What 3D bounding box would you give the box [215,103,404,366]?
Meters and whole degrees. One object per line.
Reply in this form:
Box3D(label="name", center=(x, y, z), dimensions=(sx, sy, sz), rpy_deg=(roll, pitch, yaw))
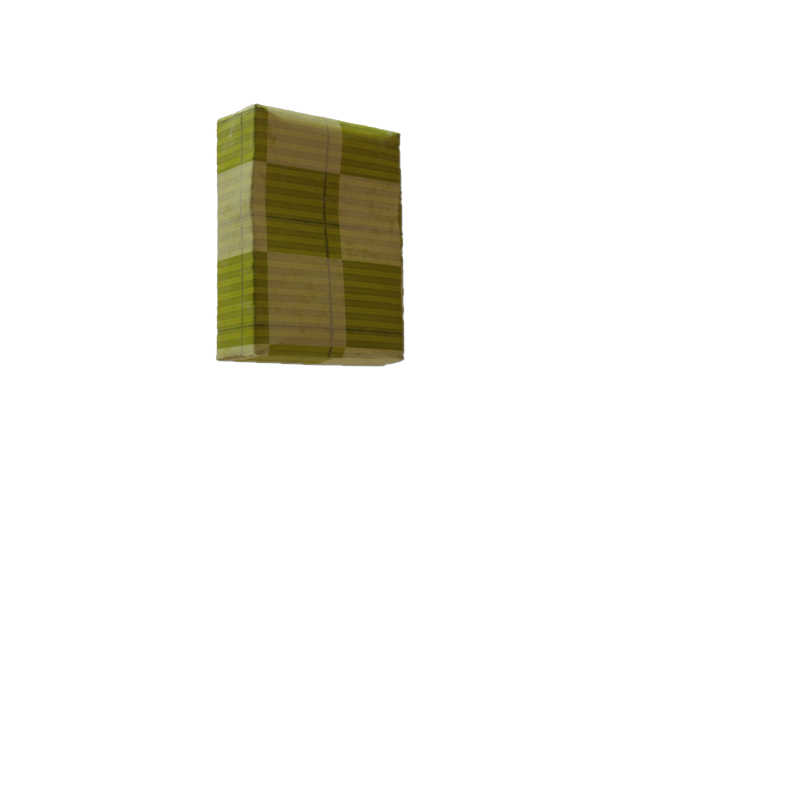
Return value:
Box3D(label="box", center=(-0.076, -0.139, 0.972), dimensions=(0.157, 0.219, 0.073), rpy_deg=(5, -10, -37))
